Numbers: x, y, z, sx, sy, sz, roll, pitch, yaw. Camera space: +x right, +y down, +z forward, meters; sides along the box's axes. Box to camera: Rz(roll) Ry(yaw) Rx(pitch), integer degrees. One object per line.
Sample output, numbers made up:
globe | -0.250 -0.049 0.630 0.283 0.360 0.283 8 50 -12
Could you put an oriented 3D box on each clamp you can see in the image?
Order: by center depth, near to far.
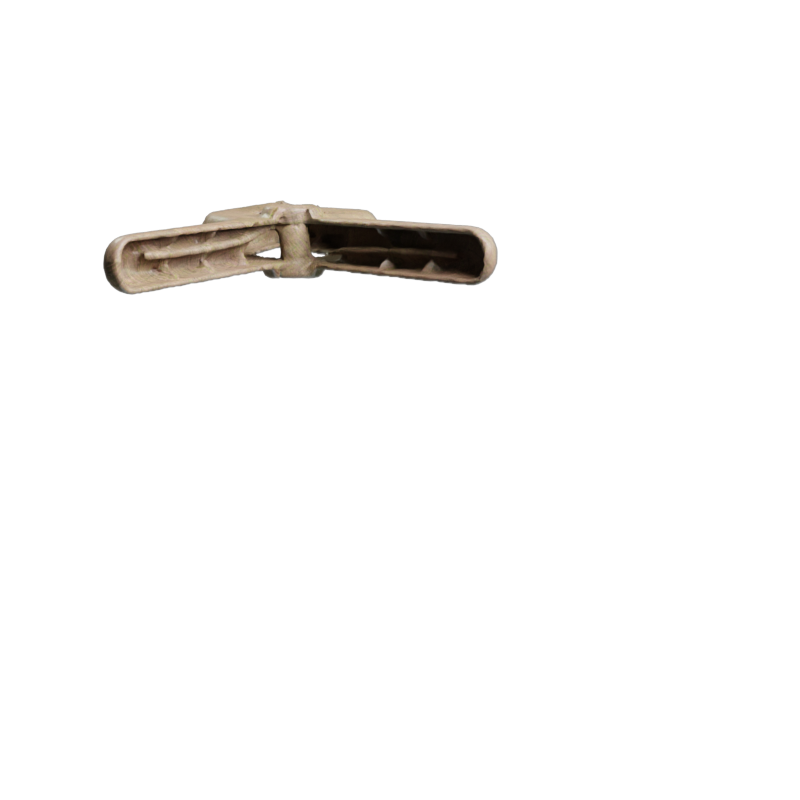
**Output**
clamp | -0.043 -0.078 0.549 0.165 0.036 0.214 0 13 0
